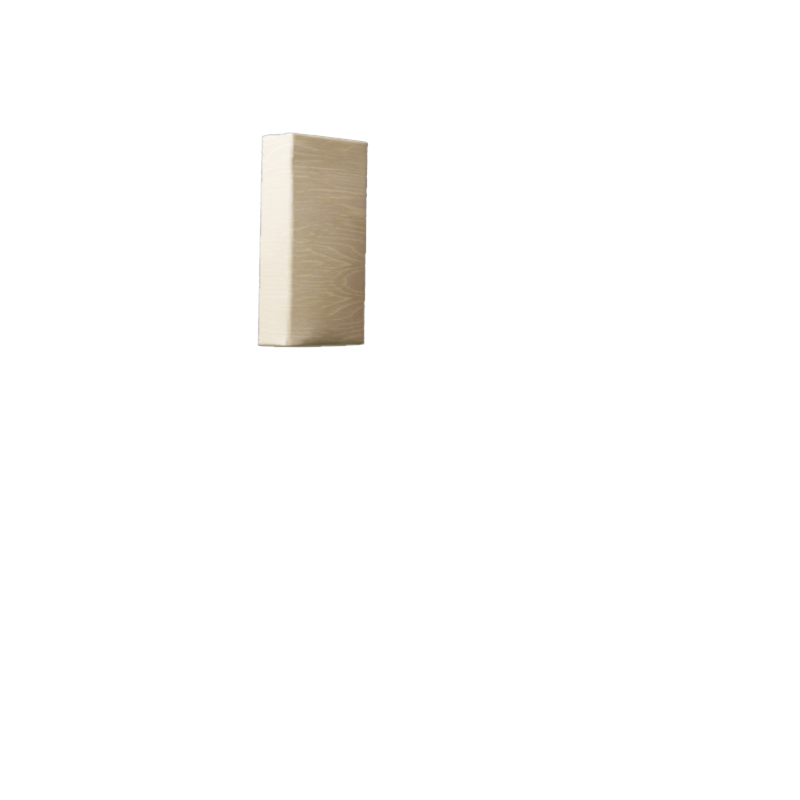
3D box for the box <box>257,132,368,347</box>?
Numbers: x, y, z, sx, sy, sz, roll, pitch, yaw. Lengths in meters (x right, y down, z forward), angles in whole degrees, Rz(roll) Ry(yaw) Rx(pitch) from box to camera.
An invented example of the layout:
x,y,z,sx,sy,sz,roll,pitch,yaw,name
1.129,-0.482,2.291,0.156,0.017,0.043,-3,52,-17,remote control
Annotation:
x,y,z,sx,sy,sz,roll,pitch,yaw,name
-0.073,-0.134,0.937,0.050,0.177,0.090,-2,-2,44,box
